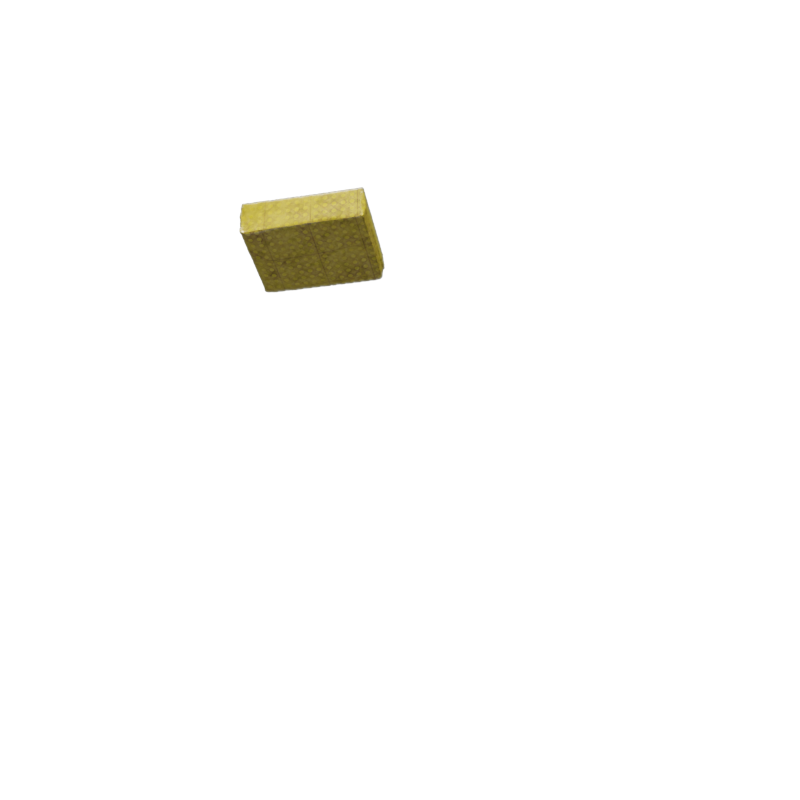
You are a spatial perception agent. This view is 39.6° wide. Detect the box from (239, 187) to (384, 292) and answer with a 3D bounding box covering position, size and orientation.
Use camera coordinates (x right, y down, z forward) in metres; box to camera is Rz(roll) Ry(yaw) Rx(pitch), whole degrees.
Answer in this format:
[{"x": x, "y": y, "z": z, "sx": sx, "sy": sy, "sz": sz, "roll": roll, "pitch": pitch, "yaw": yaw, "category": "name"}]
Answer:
[{"x": -0.077, "y": -0.141, "z": 0.987, "sx": 0.114, "sy": 0.042, "sz": 0.083, "roll": -7, "pitch": -38, "yaw": 9, "category": "box"}]
